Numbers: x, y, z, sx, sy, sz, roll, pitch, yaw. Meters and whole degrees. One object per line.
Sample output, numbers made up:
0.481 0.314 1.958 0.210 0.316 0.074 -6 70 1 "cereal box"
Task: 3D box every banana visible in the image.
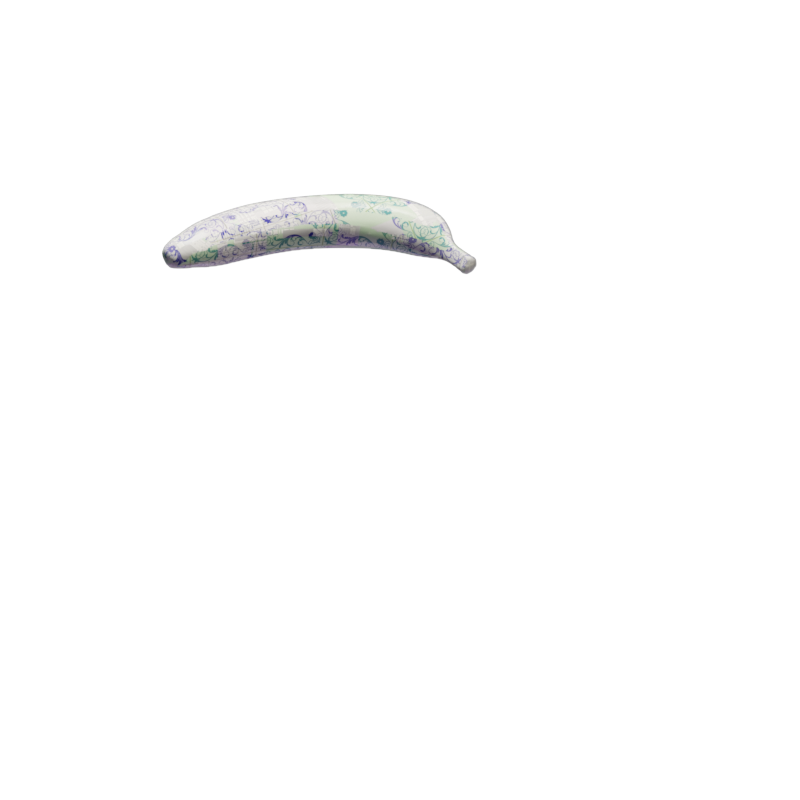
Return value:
-0.053 -0.110 0.721 0.197 0.035 0.074 -1 27 -2 "banana"
